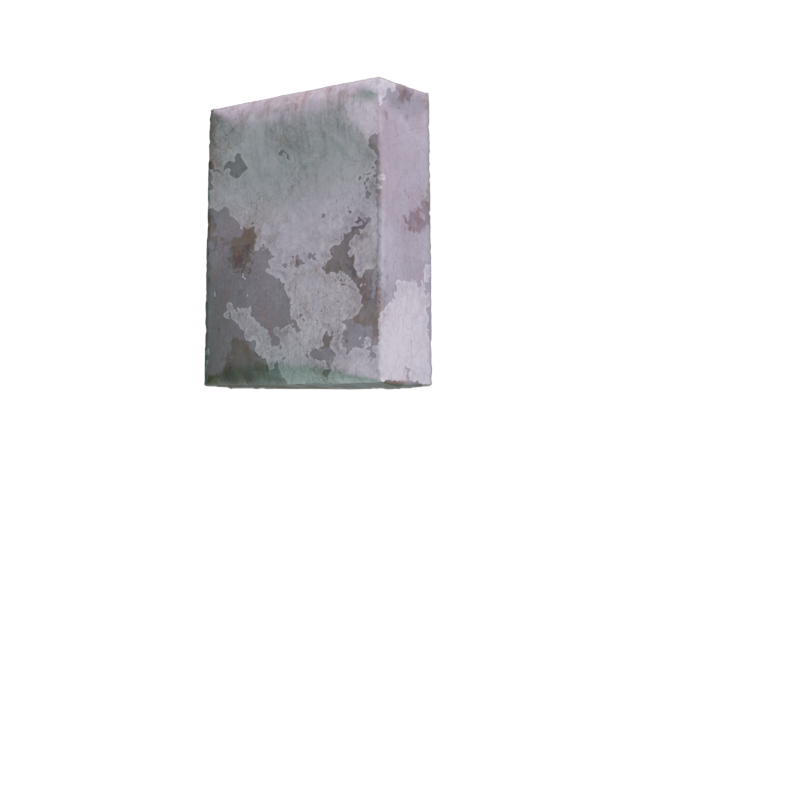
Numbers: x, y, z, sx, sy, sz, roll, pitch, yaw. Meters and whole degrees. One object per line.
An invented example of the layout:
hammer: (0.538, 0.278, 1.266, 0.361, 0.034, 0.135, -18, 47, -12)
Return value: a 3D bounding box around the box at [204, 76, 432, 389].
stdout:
box: (-0.063, -0.116, 0.811, 0.169, 0.217, 0.068, -3, -7, 35)
